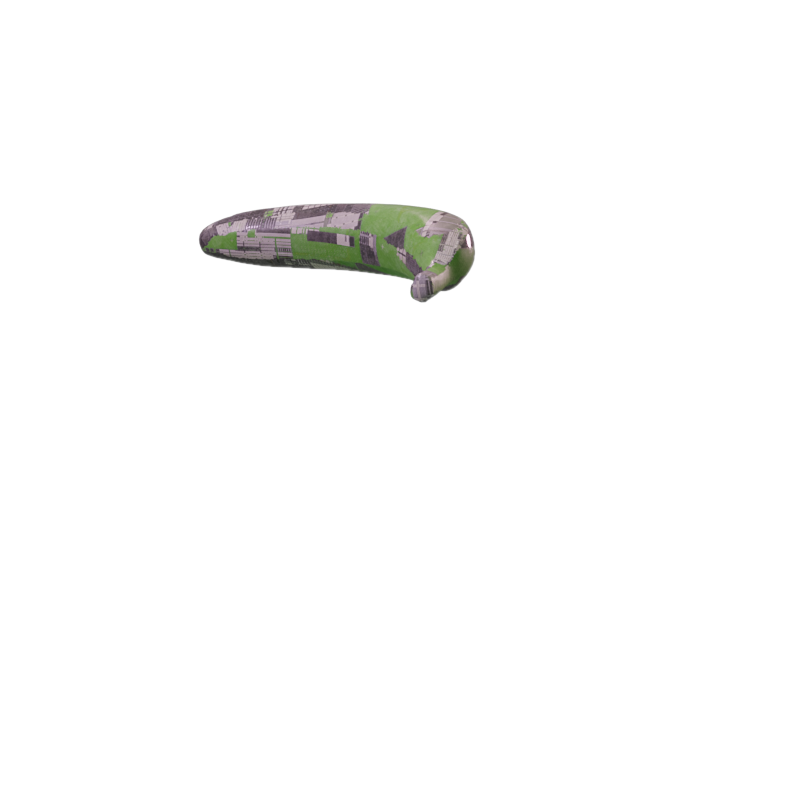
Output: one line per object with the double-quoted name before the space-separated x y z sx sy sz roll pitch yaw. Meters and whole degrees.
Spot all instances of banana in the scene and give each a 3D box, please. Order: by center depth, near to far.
"banana" -0.026 -0.080 0.554 0.067 0.036 0.208 -8 15 -36
